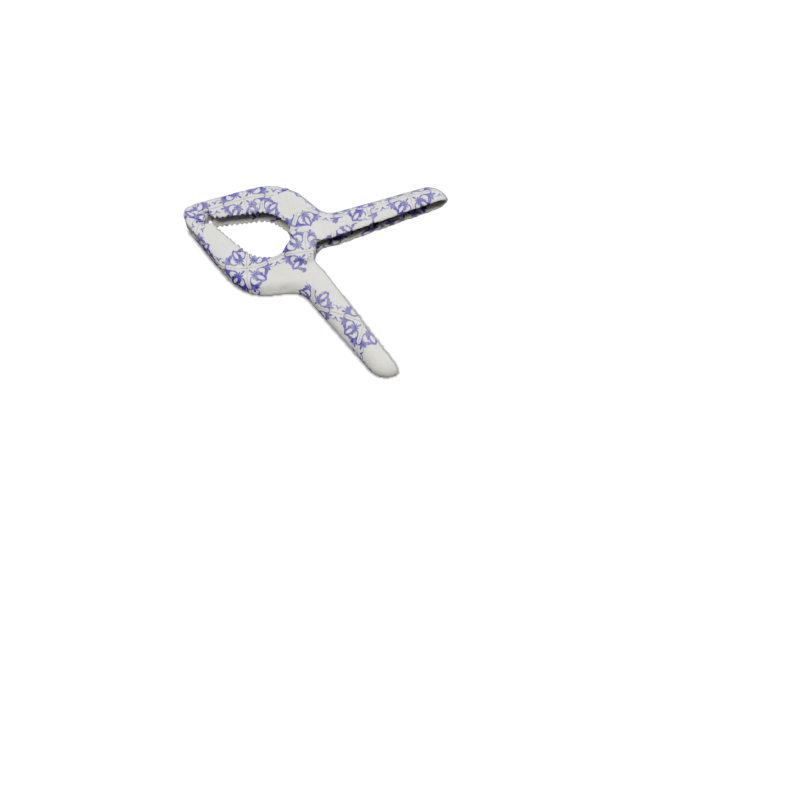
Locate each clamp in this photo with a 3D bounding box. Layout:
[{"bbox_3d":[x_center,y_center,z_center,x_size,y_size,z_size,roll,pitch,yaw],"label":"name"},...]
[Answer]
[{"bbox_3d":[-0.071,-0.129,0.902,0.214,0.170,0.035,22,-19,8],"label":"clamp"}]
